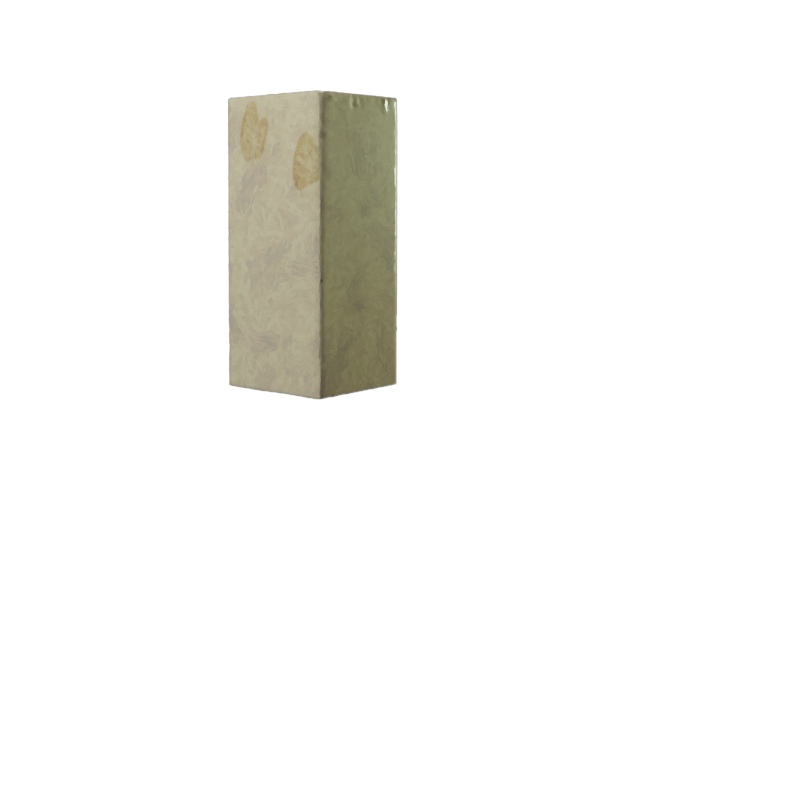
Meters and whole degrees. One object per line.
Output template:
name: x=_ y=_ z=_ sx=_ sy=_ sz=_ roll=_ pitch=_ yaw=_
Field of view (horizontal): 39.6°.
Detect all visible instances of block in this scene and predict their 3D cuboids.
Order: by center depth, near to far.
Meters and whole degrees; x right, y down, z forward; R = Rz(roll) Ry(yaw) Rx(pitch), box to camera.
block: x=-0.062 y=-0.113 z=0.794 sx=0.094 sy=0.205 sz=0.088 roll=3 pitch=4 yaw=40
